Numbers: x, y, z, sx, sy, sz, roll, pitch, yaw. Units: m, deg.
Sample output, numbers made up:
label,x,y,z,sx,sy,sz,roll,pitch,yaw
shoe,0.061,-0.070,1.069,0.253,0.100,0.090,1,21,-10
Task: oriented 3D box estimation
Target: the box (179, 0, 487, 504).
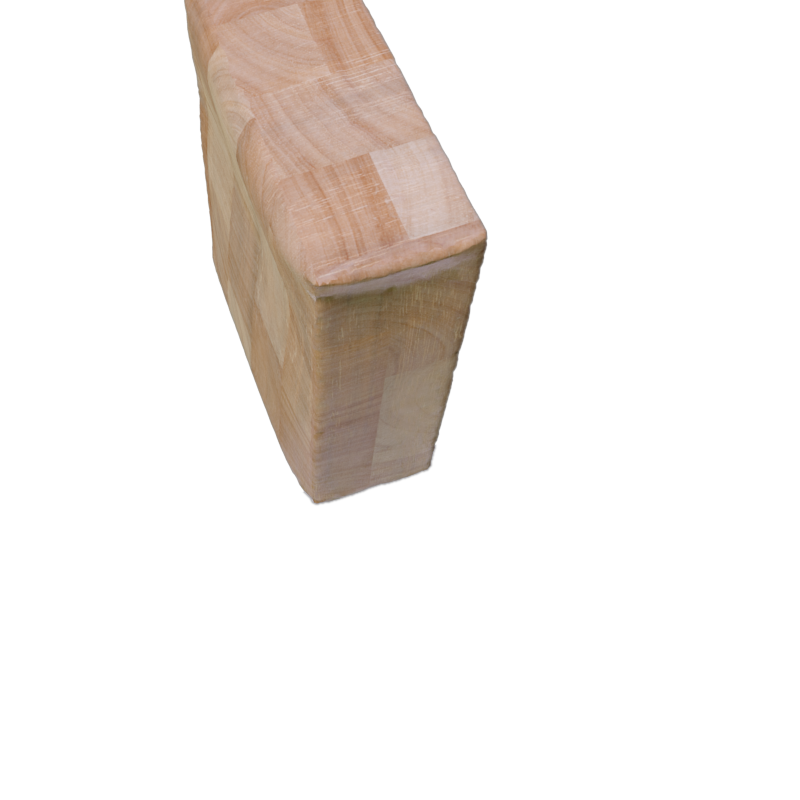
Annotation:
label,x,y,z,sx,sy,sz,roll,pitch,yaw
box,-0.038,-0.070,0.490,0.071,0.176,0.201,-17,-26,-12
